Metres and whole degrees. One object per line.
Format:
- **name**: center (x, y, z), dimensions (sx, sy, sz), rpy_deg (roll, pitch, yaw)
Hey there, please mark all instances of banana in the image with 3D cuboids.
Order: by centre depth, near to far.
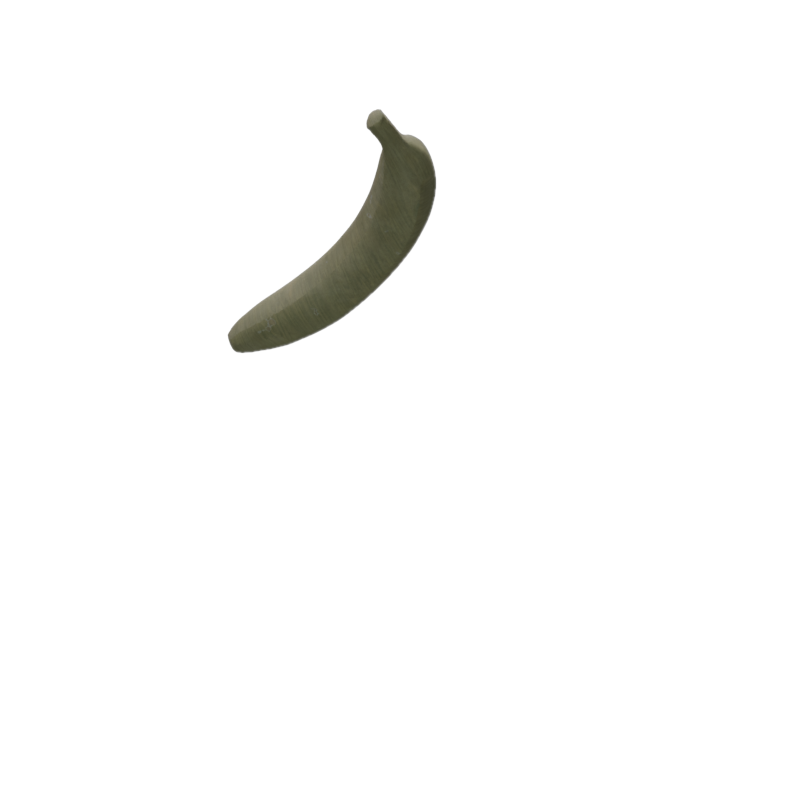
- **banana**: center (-0.032, -0.089, 0.644), dimensions (0.067, 0.039, 0.191), rpy_deg (22, -50, -20)
